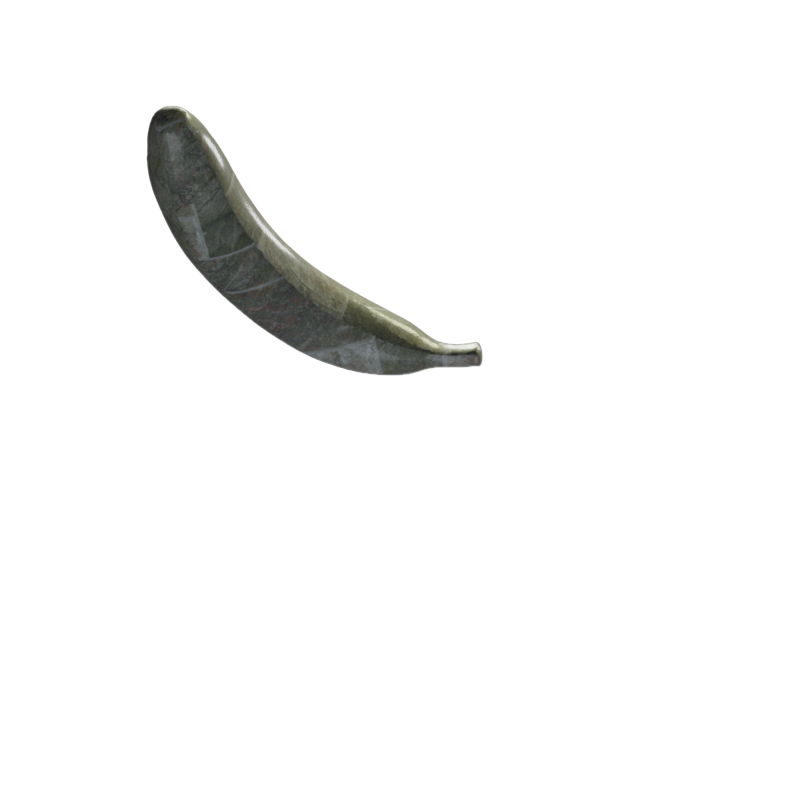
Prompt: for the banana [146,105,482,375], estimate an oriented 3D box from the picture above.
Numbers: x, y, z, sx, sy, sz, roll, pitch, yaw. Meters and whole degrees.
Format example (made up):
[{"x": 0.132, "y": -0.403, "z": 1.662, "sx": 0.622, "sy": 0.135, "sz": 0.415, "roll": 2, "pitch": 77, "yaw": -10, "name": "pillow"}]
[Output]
[{"x": -0.049, "y": -0.059, "z": 0.493, "sx": 0.069, "sy": 0.039, "sz": 0.185, "roll": -32, "pitch": -50, "yaw": 31, "name": "banana"}]
